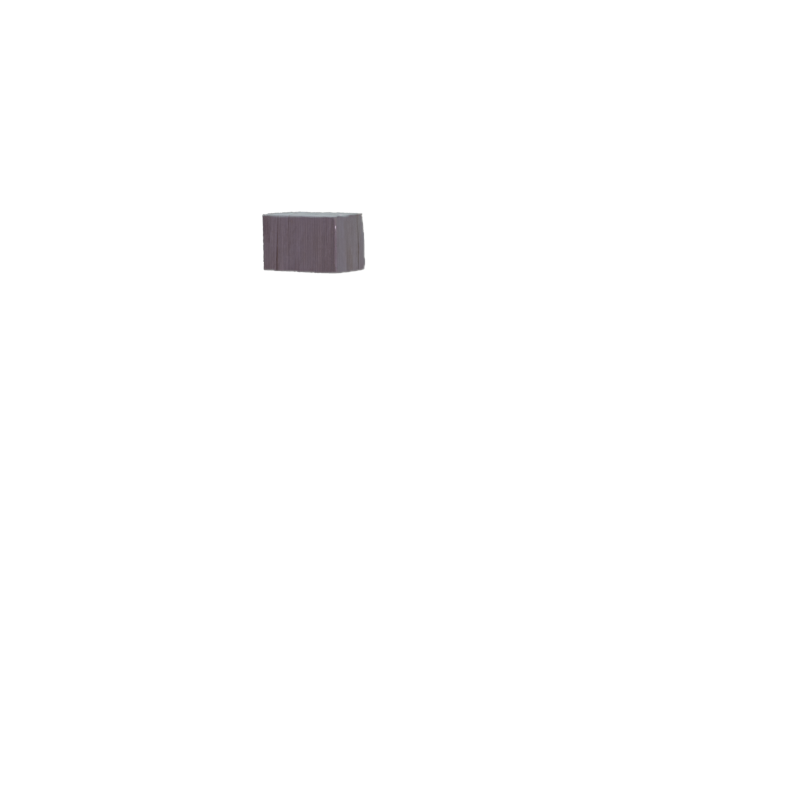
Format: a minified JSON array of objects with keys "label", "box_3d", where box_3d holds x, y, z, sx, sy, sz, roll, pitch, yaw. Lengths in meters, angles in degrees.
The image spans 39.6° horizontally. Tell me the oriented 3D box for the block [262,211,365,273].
[{"label":"block","box_3d":[-0.077,-0.141,0.987,0.081,0.051,0.052,5,9,28]}]
